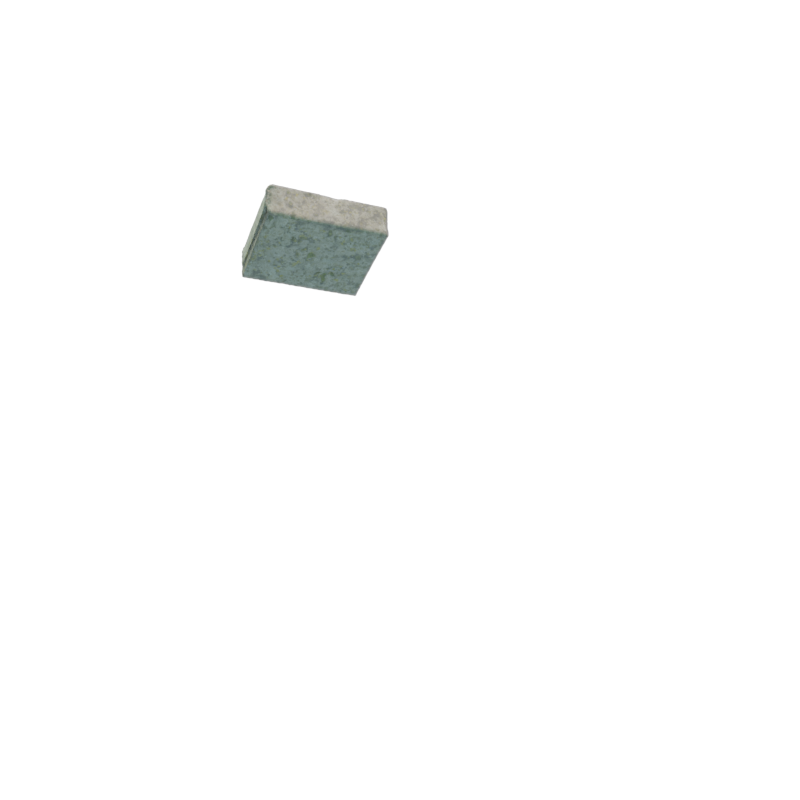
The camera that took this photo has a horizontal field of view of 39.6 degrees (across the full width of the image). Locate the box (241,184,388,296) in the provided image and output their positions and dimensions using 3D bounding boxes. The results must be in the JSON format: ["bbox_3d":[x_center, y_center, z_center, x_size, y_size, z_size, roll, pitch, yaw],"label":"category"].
[{"bbox_3d":[-0.062,-0.112,0.787,0.087,0.032,0.070,10,-37,-15],"label":"box"}]
